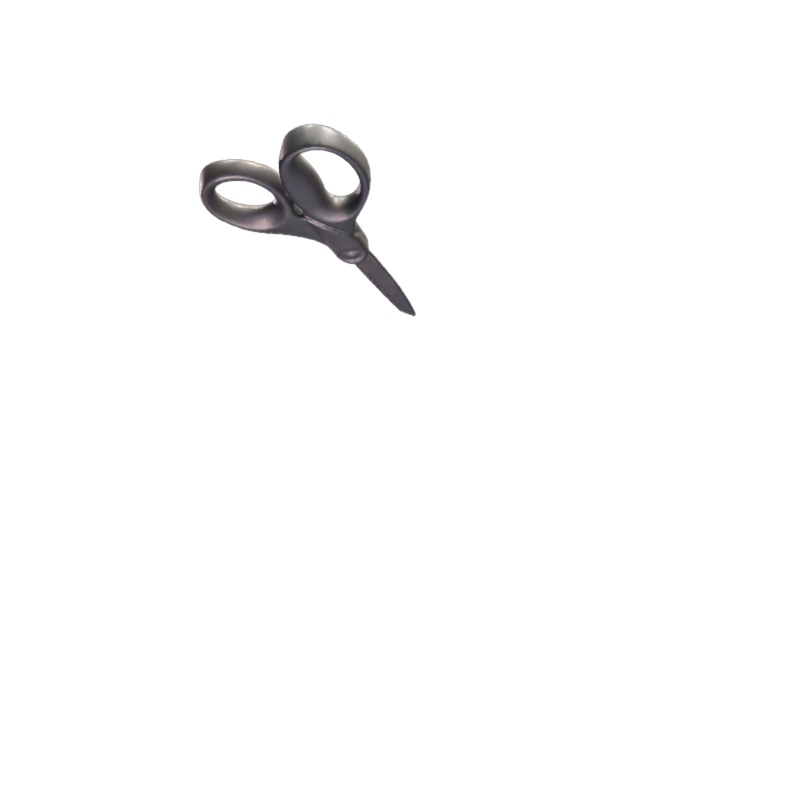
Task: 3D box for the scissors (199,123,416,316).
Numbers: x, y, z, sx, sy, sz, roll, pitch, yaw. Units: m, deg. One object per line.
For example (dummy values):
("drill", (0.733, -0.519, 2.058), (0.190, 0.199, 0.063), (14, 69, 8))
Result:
("scissors", (-0.048, -0.087, 0.608), (0.097, 0.017, 0.189), (-3, -24, 6))
